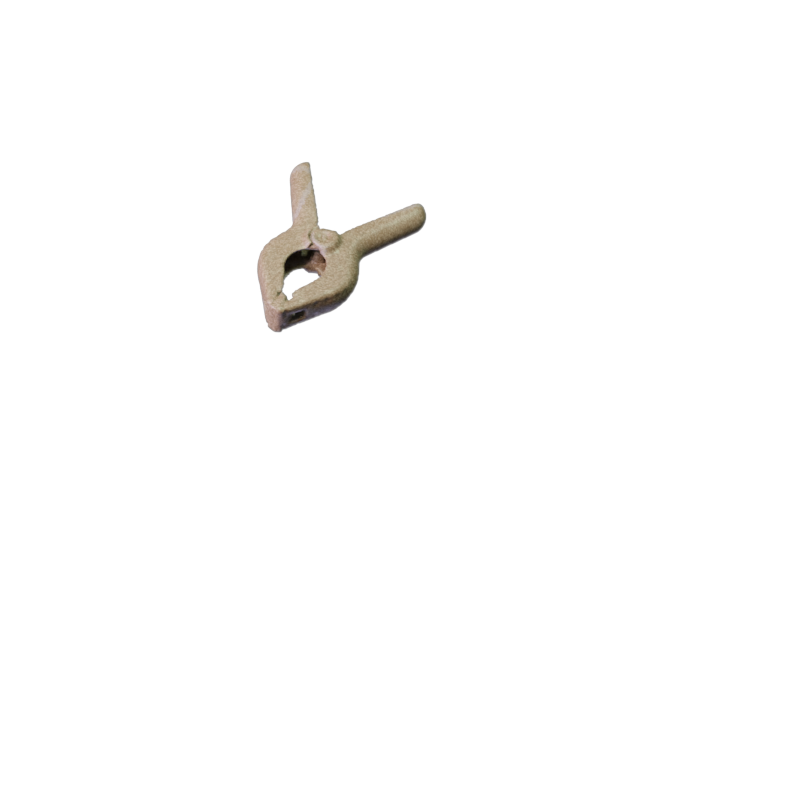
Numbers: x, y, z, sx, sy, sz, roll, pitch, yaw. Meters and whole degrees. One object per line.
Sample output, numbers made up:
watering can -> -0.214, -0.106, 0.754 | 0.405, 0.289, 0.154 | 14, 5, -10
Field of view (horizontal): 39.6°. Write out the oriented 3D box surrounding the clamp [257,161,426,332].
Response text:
clamp -> -0.069, -0.126, 0.886 | 0.126, 0.036, 0.175 | 24, 50, 22
